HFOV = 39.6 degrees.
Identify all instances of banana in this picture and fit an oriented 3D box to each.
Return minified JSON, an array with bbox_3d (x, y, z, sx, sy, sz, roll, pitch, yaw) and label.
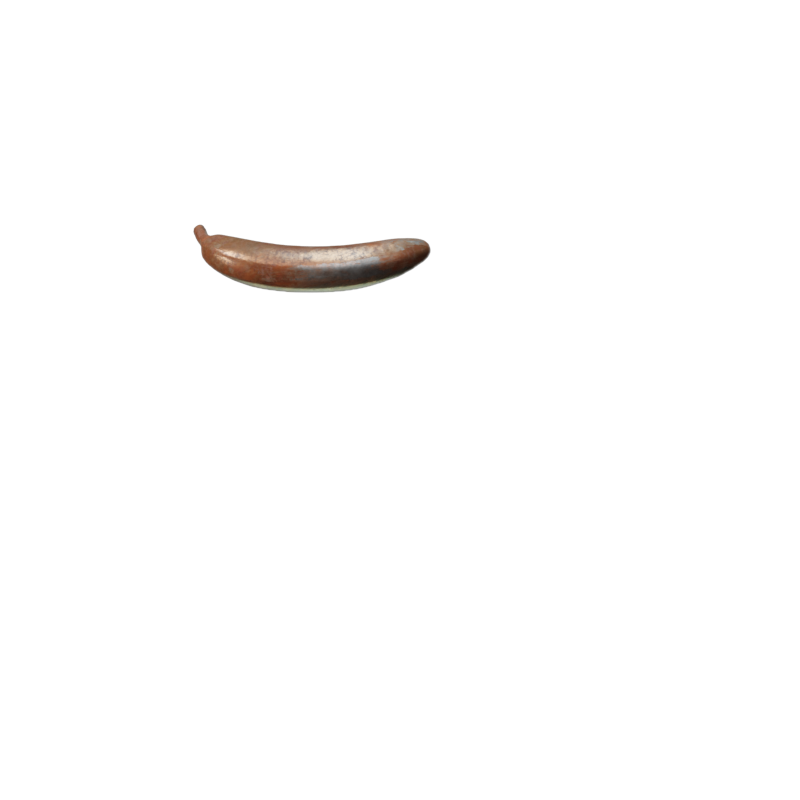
[{"bbox_3d":[-0.076,-0.115,0.889,0.199,0.074,0.034,6,-42,5],"label":"banana"}]
